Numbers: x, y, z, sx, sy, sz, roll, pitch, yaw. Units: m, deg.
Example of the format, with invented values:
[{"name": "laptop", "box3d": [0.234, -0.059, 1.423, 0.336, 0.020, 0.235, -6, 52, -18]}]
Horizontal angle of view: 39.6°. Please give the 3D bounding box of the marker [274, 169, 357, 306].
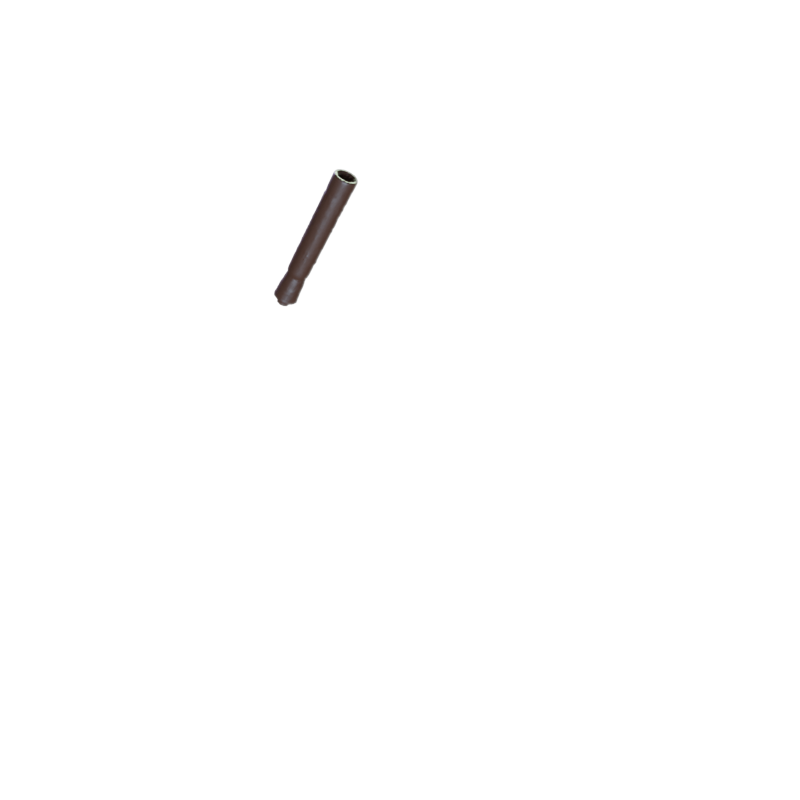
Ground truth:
[{"name": "marker", "box3d": [-0.064, -0.117, 0.820, 0.019, 0.116, 0.021, 20, 33, -17]}]
